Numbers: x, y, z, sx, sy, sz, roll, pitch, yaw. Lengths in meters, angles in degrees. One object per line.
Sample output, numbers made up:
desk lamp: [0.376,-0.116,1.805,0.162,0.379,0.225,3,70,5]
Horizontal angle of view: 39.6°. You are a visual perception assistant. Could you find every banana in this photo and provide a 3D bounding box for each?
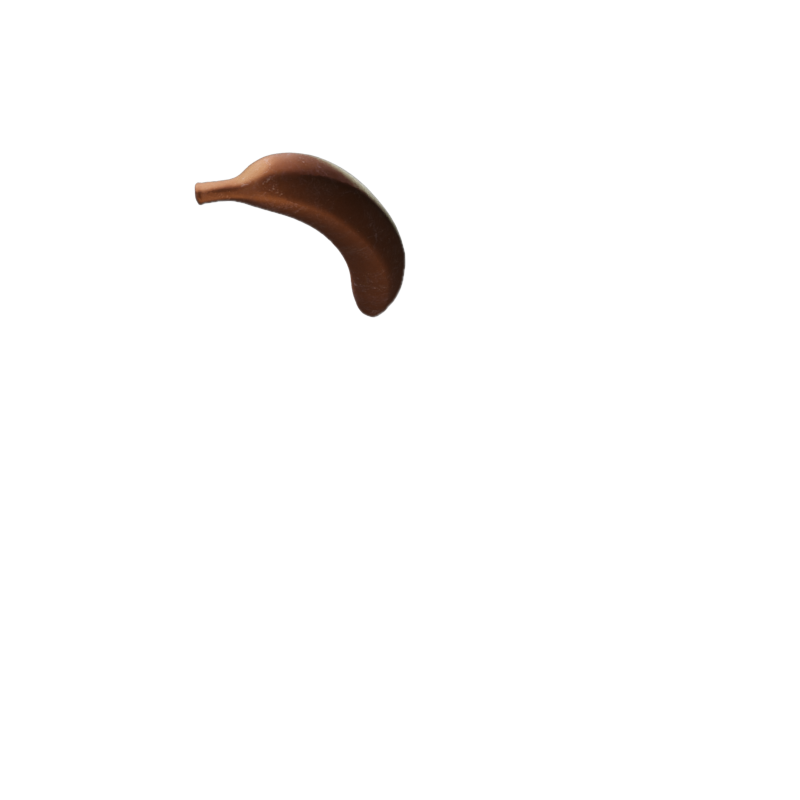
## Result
banana: [-0.038,-0.101,0.662,0.071,0.039,0.184,-13,-26,27]
